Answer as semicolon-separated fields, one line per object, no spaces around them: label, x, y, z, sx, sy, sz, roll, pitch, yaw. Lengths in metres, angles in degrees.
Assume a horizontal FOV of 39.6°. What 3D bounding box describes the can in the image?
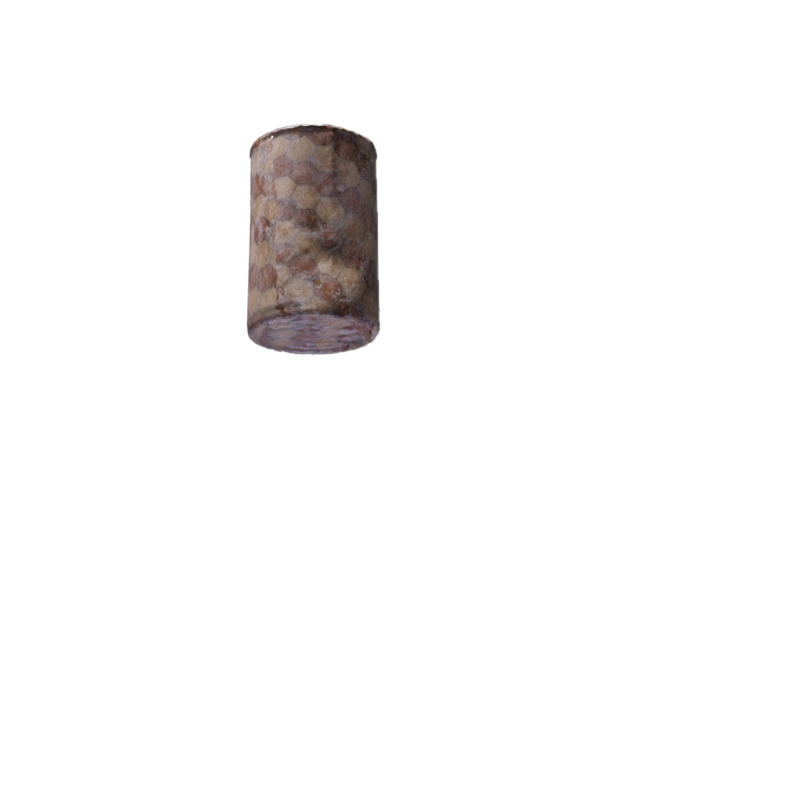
can;-0.045;-0.081;0.570;0.068;0.107;0.065;0;-20;-2
